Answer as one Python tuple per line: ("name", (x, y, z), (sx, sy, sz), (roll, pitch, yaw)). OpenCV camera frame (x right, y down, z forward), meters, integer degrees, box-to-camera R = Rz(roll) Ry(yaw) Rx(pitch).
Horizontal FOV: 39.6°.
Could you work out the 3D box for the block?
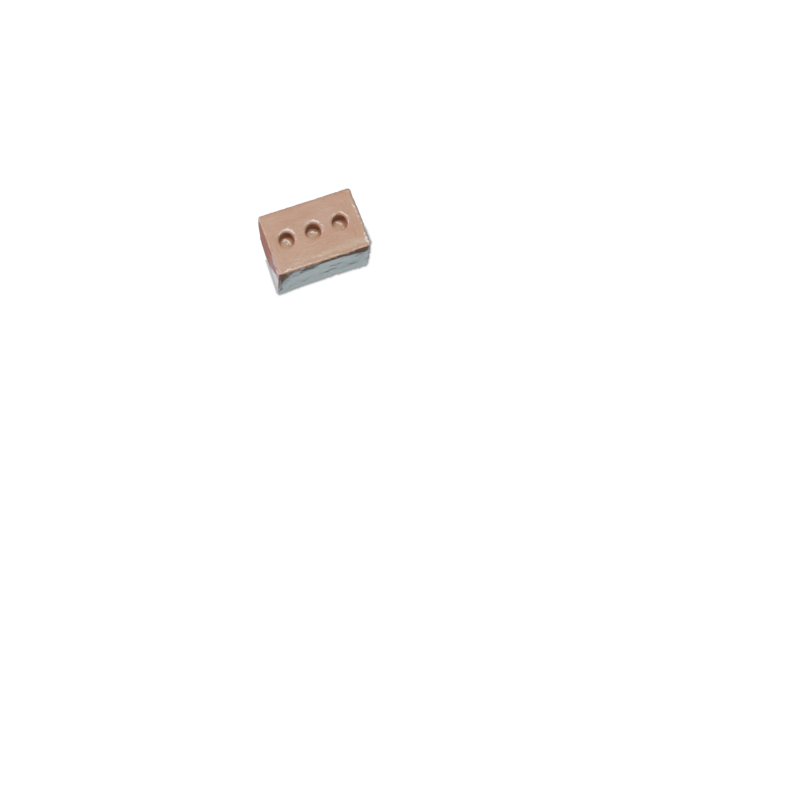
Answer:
("block", (-0.069, -0.126, 0.879), (0.078, 0.055, 0.049), (-20, -14, -7))
